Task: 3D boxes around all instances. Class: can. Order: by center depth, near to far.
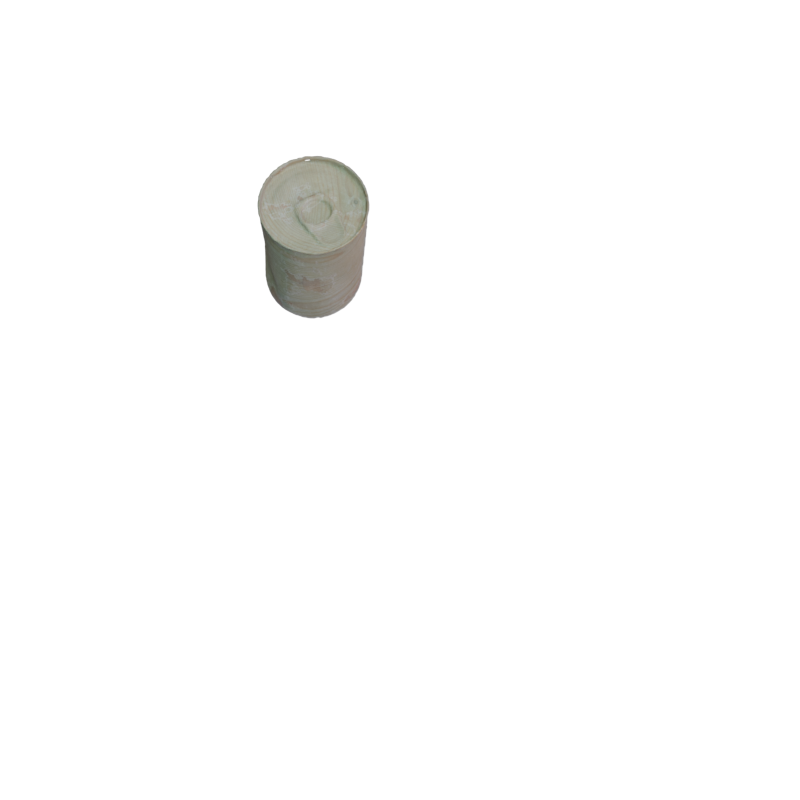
[{"bbox_3d":[-0.056,-0.102,0.717,0.068,0.072,0.097,0,-22,-3],"label":"can"}]
